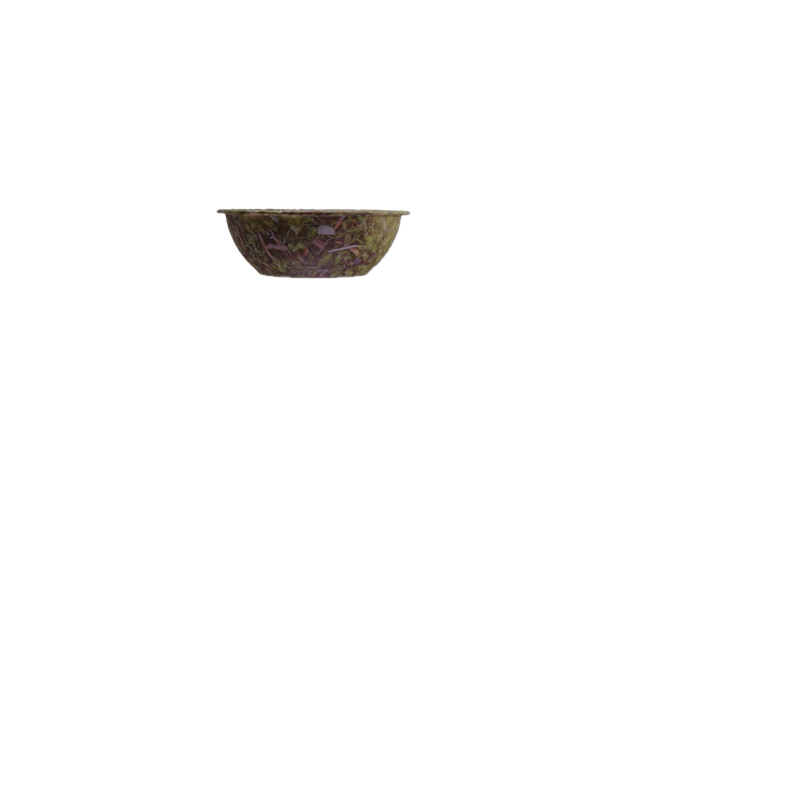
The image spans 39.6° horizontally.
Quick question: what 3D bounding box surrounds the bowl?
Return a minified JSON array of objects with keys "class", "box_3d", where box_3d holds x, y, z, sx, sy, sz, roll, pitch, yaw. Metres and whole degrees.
[{"class":"bowl","box_3d":[-0.073,-0.133,0.928,0.162,0.054,0.165,0,10,-2]}]
